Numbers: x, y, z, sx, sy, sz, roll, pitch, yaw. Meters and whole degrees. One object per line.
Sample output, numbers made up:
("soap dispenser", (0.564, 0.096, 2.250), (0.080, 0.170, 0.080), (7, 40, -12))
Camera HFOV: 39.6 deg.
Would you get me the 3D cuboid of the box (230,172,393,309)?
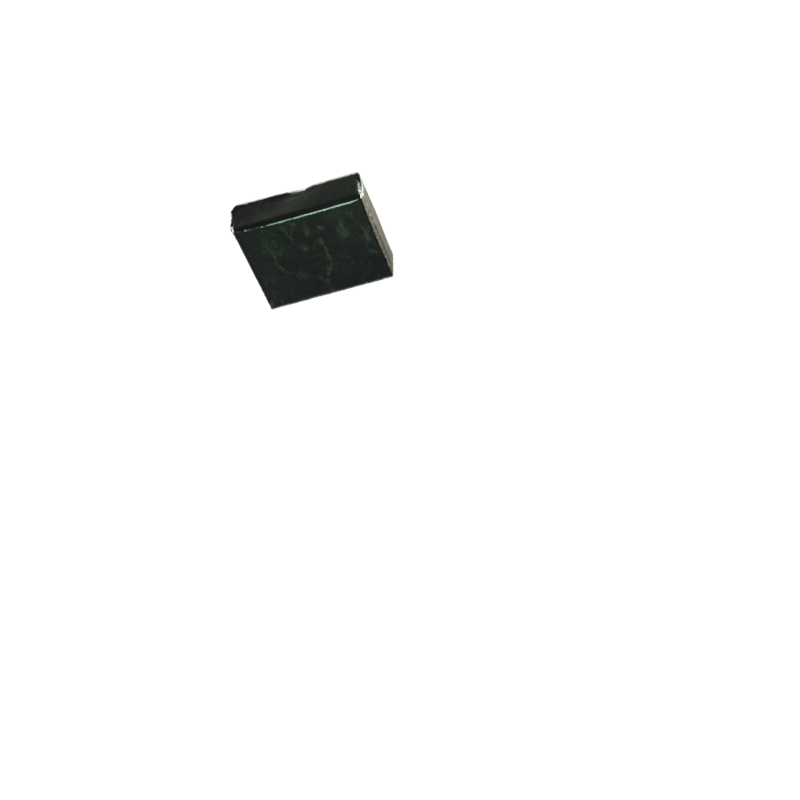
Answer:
("box", (-0.057, -0.103, 0.724), (0.090, 0.032, 0.067), (-13, -46, 12))
